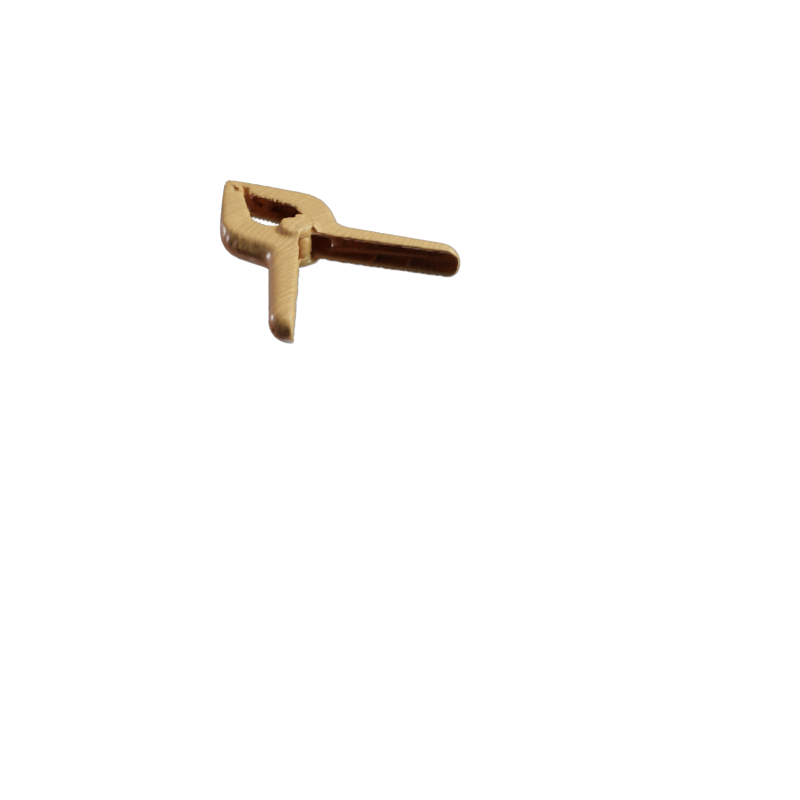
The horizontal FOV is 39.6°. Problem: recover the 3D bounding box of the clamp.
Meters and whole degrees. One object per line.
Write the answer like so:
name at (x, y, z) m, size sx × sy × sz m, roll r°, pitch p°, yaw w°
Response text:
clamp at (-0.068, -0.123, 0.864) m, size 0.162 × 0.034 × 0.227 m, roll -19°, pitch 39°, yaw -24°
